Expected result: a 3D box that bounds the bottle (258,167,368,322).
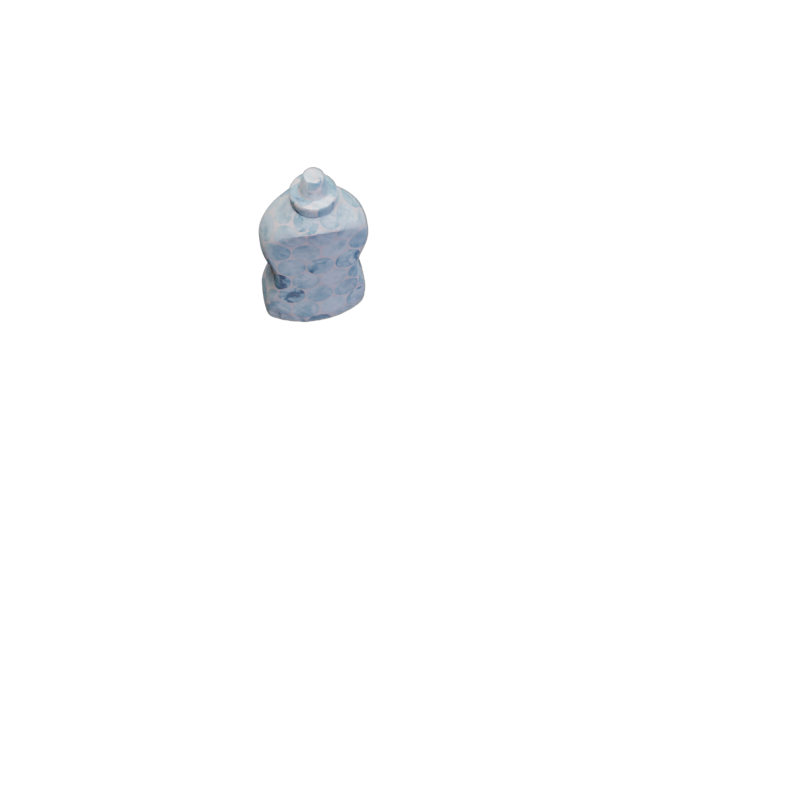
[{"bbox_3d":[-0.077,-0.141,0.987,0.095,0.062,0.180,-7,-28,-8],"label":"bottle"}]
